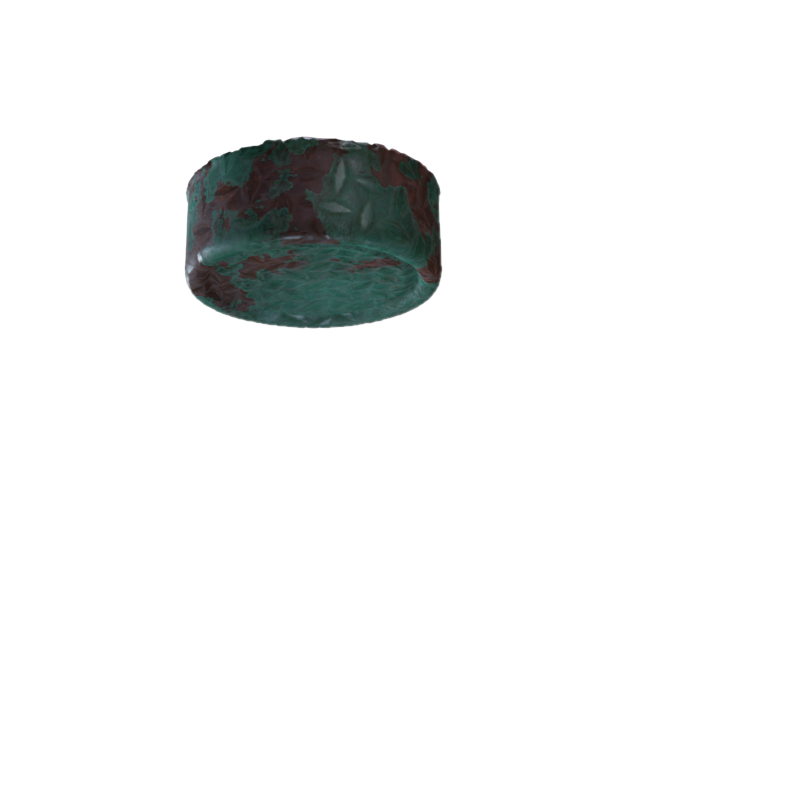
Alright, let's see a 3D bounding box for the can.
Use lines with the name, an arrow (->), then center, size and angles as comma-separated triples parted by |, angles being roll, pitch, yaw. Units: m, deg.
can -> -0.029, -0.053, 0.369 | 0.086, 0.035, 0.082 | 0, -17, -2
